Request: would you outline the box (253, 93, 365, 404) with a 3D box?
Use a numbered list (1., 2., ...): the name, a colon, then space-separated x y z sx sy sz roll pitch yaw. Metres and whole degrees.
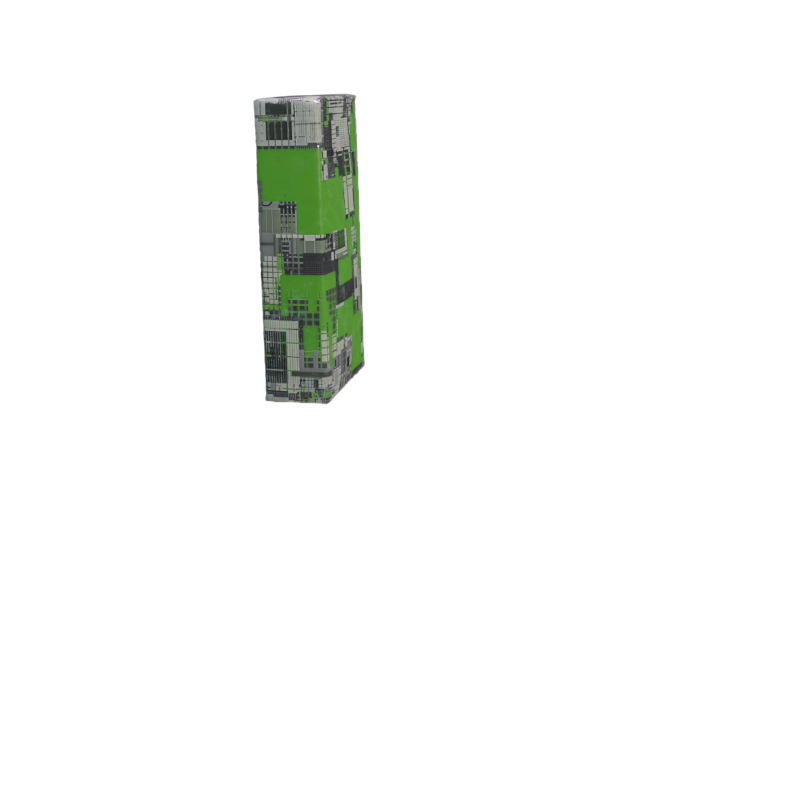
1. box: -0.052 -0.096 0.670 0.049 0.172 0.094 3 12 12
